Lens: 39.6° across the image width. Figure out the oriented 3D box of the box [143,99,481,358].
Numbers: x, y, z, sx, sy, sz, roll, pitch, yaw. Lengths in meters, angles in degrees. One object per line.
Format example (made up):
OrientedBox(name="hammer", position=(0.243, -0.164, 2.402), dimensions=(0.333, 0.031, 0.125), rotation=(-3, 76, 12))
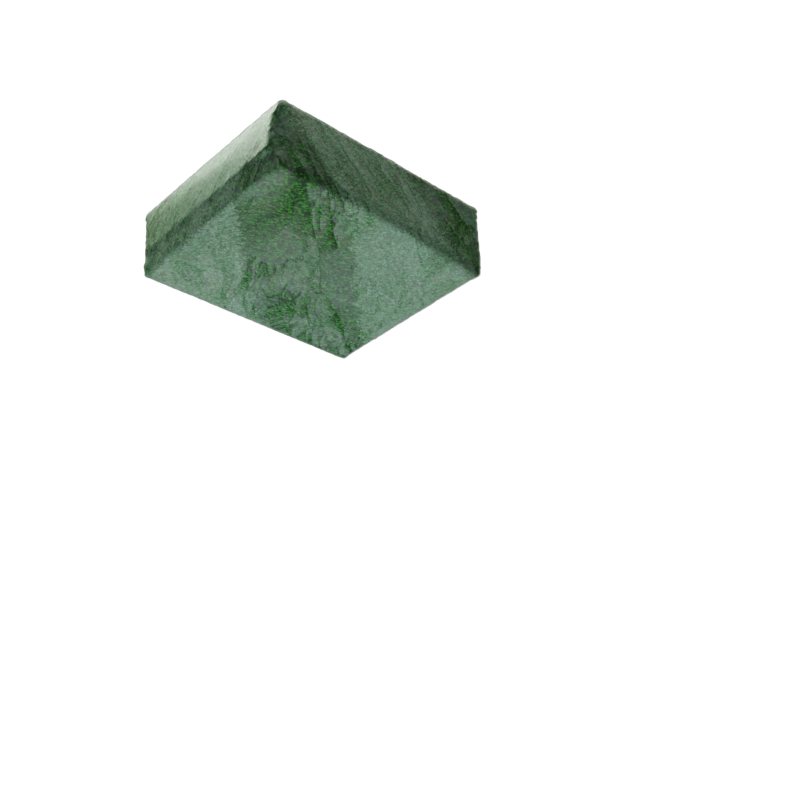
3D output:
OrientedBox(name="box", position=(-0.036, -0.066, 0.460), dimensions=(0.107, 0.042, 0.089), rotation=(26, -41, -35))
